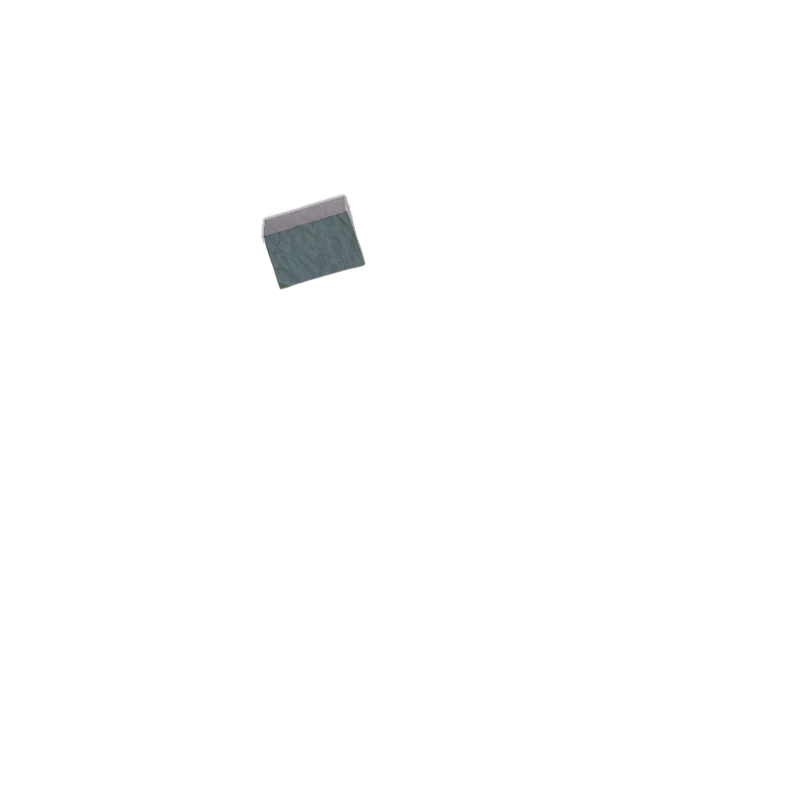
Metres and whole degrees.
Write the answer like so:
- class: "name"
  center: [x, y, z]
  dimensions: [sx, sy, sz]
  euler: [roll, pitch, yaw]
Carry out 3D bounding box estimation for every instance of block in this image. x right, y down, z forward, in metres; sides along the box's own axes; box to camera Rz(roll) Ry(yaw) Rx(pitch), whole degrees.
- class: "block"
  center: [-0.075, -0.137, 0.963]
  dimensions: [0.078, 0.050, 0.054]
  euler: [-15, 22, 4]
